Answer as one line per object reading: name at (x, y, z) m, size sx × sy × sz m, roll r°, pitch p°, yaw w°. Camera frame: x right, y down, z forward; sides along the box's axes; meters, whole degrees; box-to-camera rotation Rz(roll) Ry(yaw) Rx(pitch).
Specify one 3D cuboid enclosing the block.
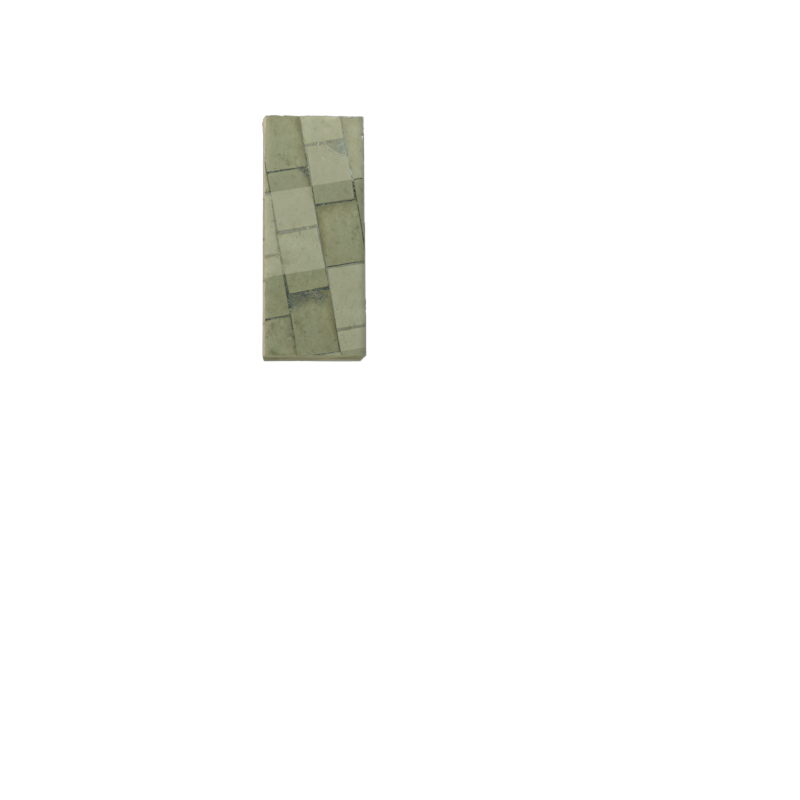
block at (-0.077, -0.140, 0.980) m, size 0.090 × 0.211 × 0.089 m, roll 0°, pitch -8°, yaw -4°
